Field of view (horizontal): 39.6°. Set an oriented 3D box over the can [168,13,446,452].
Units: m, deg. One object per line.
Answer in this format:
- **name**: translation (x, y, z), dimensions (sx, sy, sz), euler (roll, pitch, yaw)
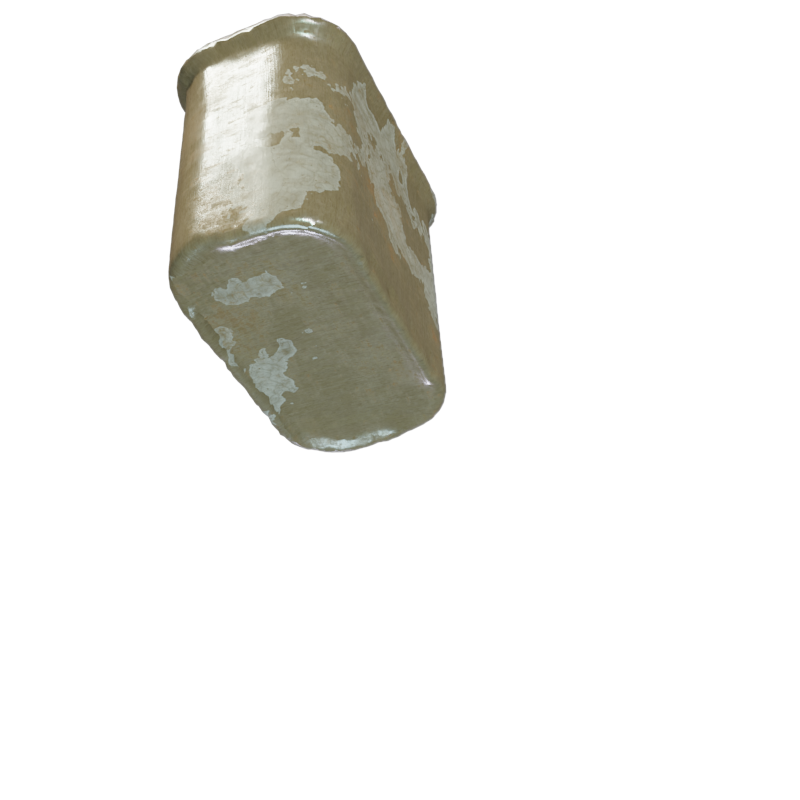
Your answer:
- **can**: translation (-0.025, -0.047, 0.326), dimensions (0.058, 0.090, 0.094), euler (-17, -43, 16)
